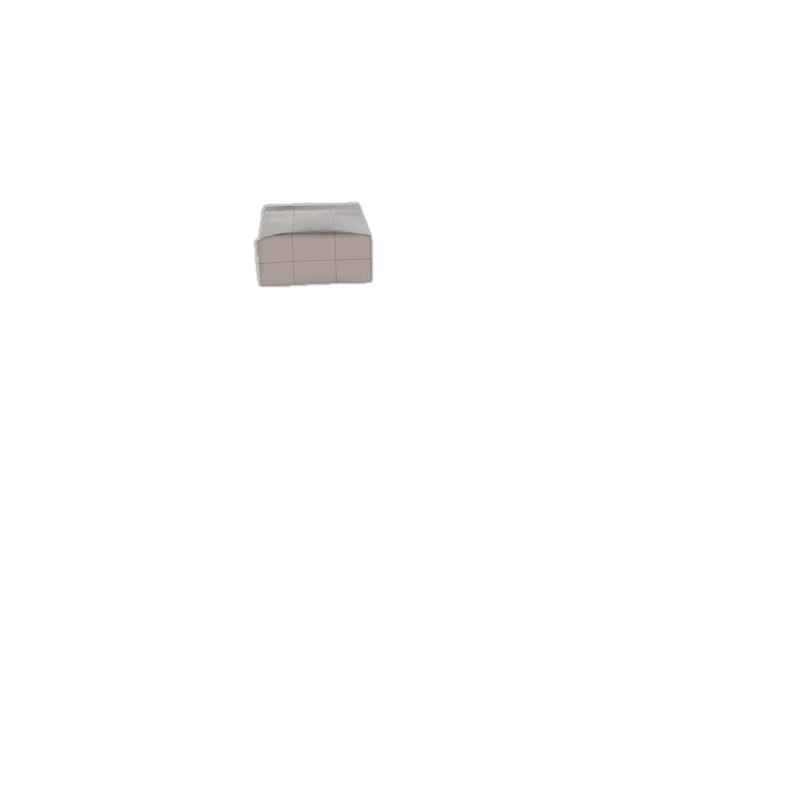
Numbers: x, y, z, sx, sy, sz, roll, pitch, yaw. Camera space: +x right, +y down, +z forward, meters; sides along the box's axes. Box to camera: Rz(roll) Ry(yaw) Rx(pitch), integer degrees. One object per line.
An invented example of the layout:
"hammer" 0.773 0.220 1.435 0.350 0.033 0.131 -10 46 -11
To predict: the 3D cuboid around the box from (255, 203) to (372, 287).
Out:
"box" -0.075 -0.137 0.962 0.093 0.047 0.182 -2 15 -3
